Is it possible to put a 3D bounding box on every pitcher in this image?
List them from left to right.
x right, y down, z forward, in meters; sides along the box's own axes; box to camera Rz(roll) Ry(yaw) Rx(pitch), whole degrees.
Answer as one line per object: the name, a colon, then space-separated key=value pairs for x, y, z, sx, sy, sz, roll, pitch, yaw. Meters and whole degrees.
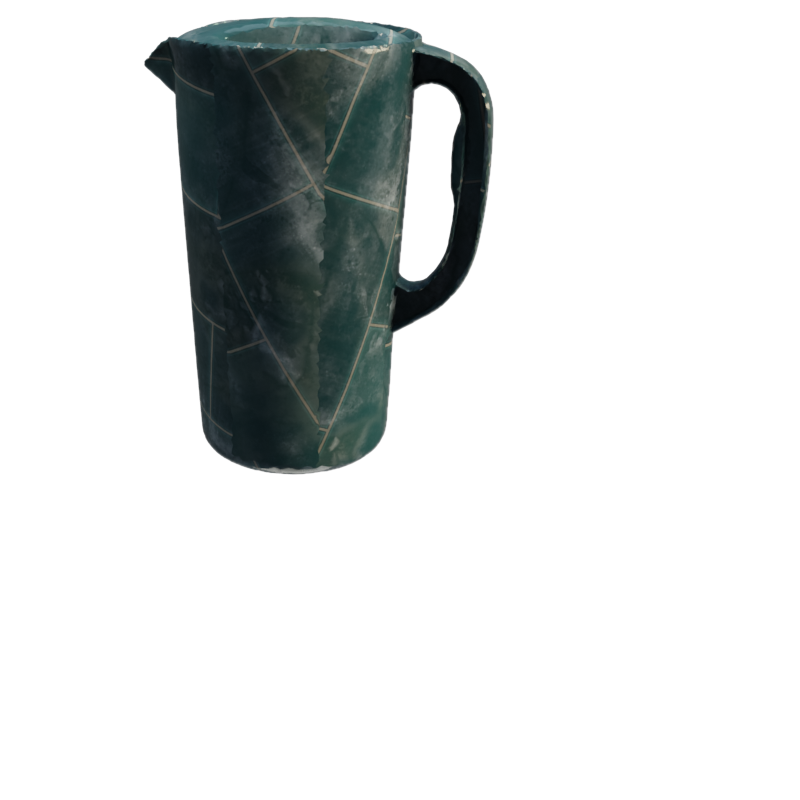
pitcher: x=-0.048 y=-0.087 z=0.612 sx=0.142 sy=0.233 sz=0.159 roll=-12 pitch=24 yaw=-33
